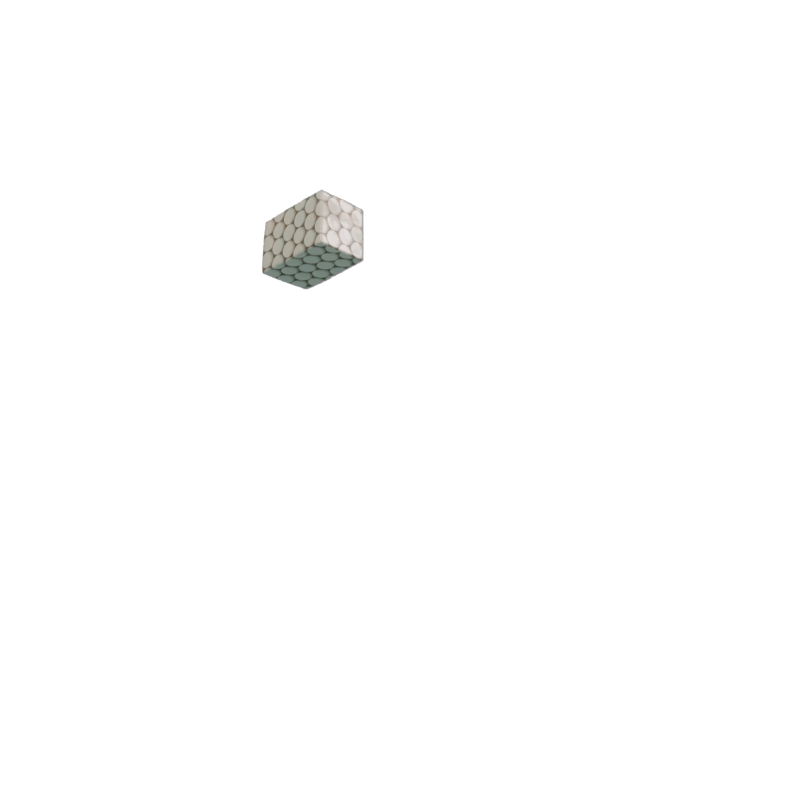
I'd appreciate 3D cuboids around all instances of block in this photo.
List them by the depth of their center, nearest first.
[{"bbox_3d":[-0.076,-0.138,0.965,0.049,0.054,0.078,22,-33,-40],"label":"block"}]
